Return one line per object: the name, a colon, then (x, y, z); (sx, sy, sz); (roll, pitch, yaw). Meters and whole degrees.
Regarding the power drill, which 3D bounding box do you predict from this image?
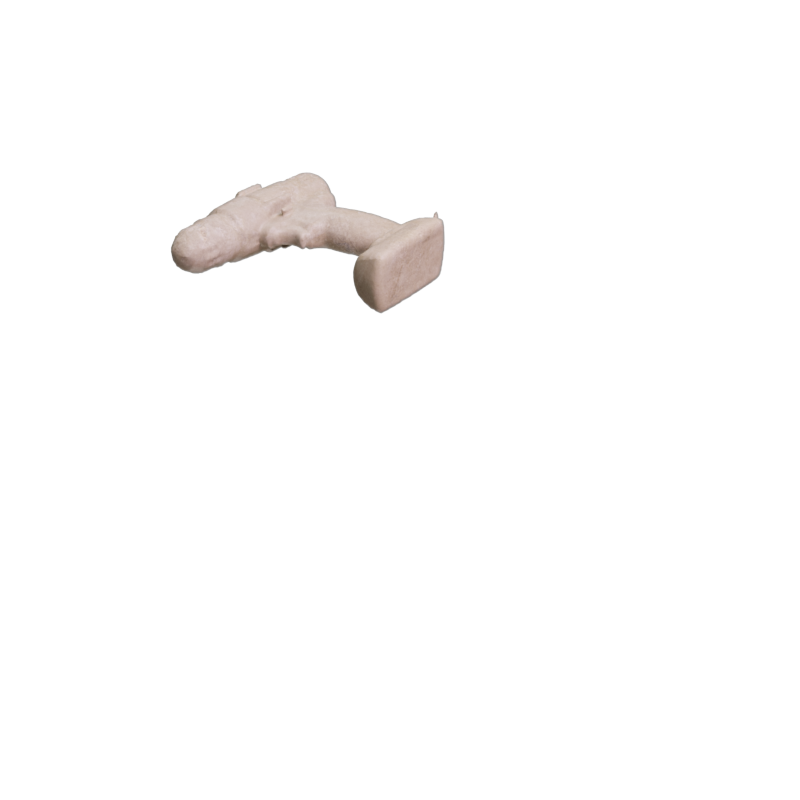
power drill: (-0.073, -0.133, 0.928); (0.198, 0.054, 0.185); (22, 38, 30)
